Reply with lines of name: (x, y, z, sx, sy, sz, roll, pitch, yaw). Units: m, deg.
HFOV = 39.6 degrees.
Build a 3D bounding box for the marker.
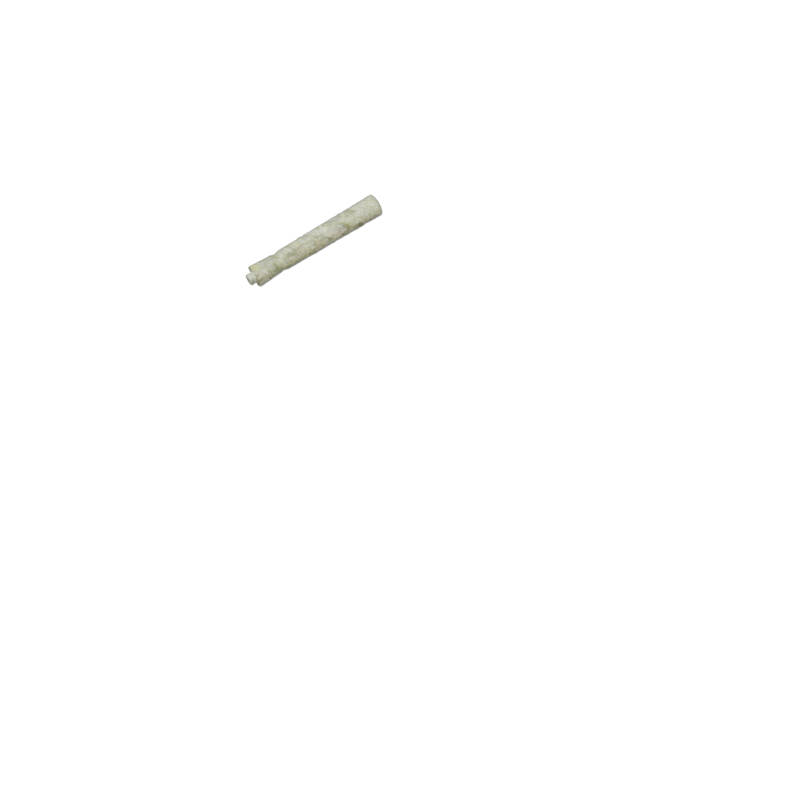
marker: (-0.068, -0.125, 0.874, 0.121, 0.019, 0.020, -33, 13, -13)
